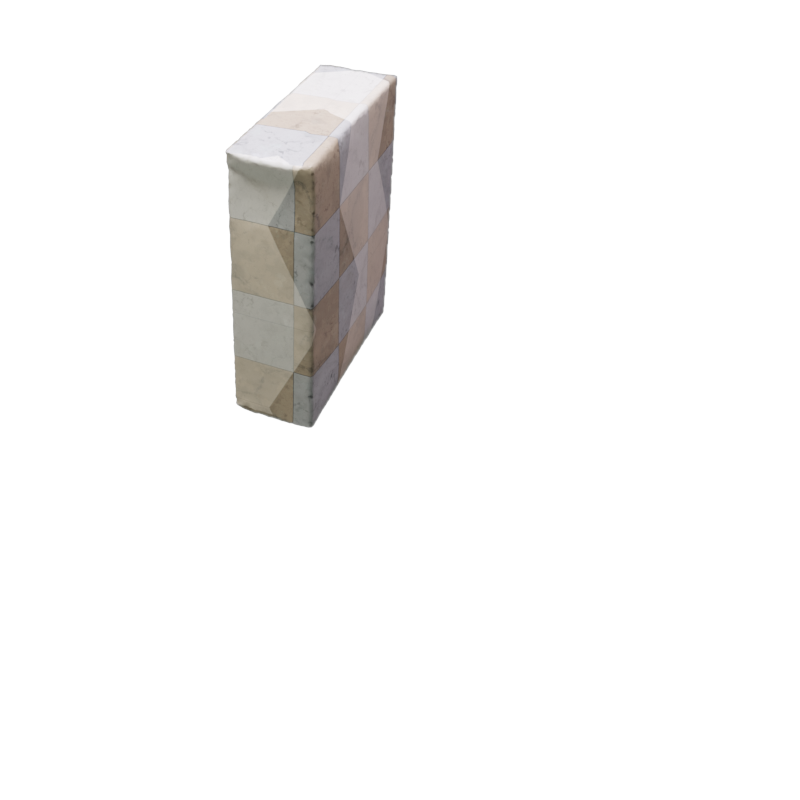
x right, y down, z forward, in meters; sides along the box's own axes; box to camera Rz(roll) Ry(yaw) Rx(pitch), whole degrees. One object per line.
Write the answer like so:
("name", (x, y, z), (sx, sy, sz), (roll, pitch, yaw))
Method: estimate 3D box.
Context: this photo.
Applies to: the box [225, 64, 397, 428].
("box", (-0.064, -0.116, 0.814), (0.074, 0.200, 0.170), (12, 36, 14))
